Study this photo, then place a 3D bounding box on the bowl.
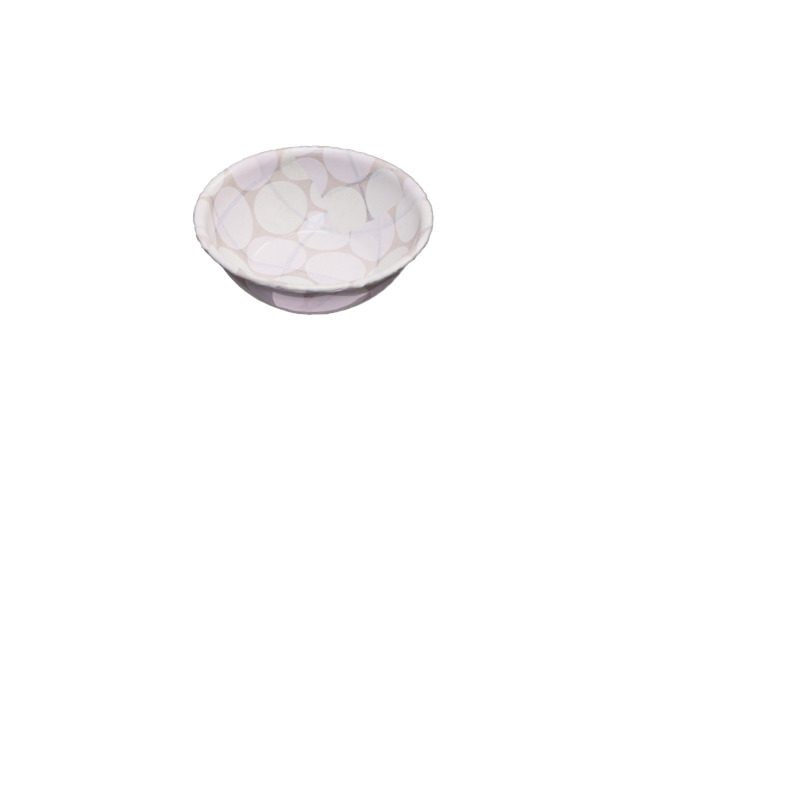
[{"bbox_3d":[-0.060,-0.109,0.762,0.162,0.051,0.174,-1,44,-1],"label":"bowl"}]
